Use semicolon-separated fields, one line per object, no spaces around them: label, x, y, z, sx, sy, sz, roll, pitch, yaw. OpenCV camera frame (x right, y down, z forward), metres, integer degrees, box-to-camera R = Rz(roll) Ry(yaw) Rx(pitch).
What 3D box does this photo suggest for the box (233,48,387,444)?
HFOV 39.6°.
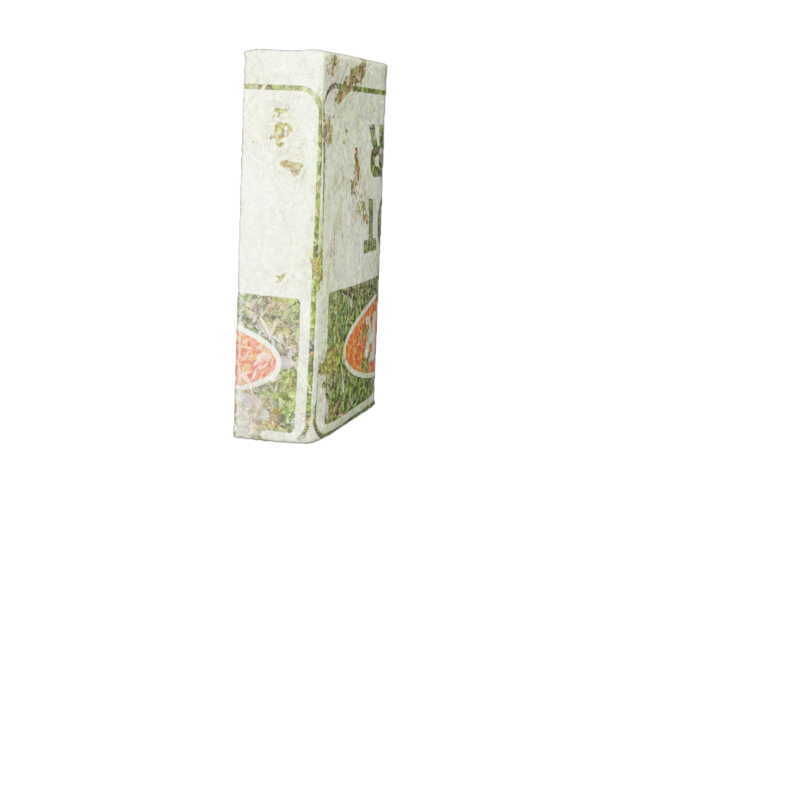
box;-0.042;-0.076;0.530;0.049;0.174;0.092;2;6;18
